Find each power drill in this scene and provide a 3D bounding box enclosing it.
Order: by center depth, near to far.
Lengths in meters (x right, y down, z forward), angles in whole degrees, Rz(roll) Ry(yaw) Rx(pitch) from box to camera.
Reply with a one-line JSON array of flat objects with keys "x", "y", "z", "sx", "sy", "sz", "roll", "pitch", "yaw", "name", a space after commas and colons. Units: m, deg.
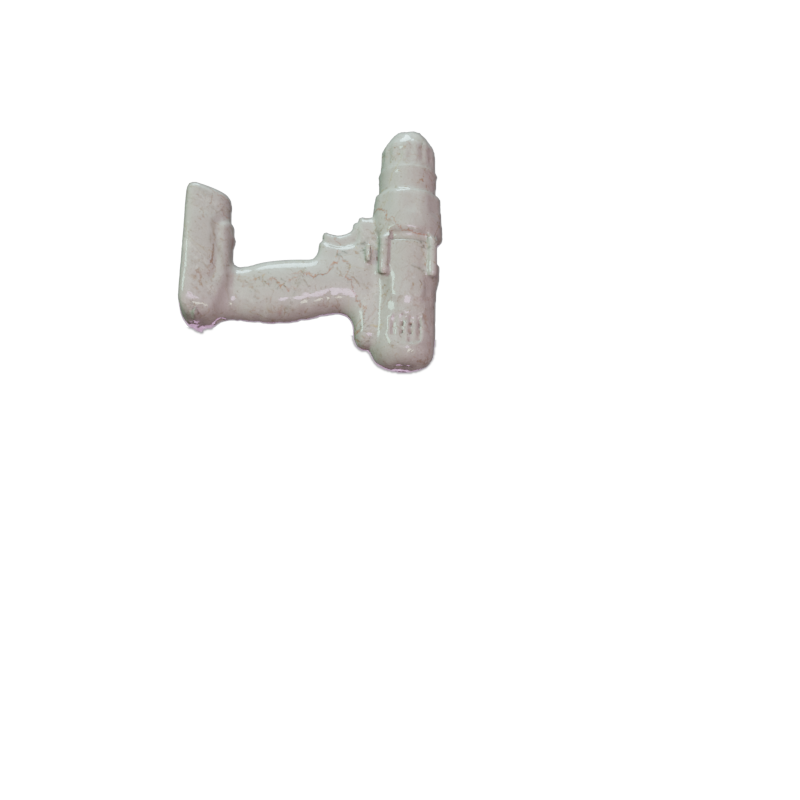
[{"x": -0.063, "y": -0.115, "z": 0.805, "sx": 0.188, "sy": 0.194, "sz": 0.055, "roll": 2, "pitch": -22, "yaw": 0, "name": "power drill"}]
